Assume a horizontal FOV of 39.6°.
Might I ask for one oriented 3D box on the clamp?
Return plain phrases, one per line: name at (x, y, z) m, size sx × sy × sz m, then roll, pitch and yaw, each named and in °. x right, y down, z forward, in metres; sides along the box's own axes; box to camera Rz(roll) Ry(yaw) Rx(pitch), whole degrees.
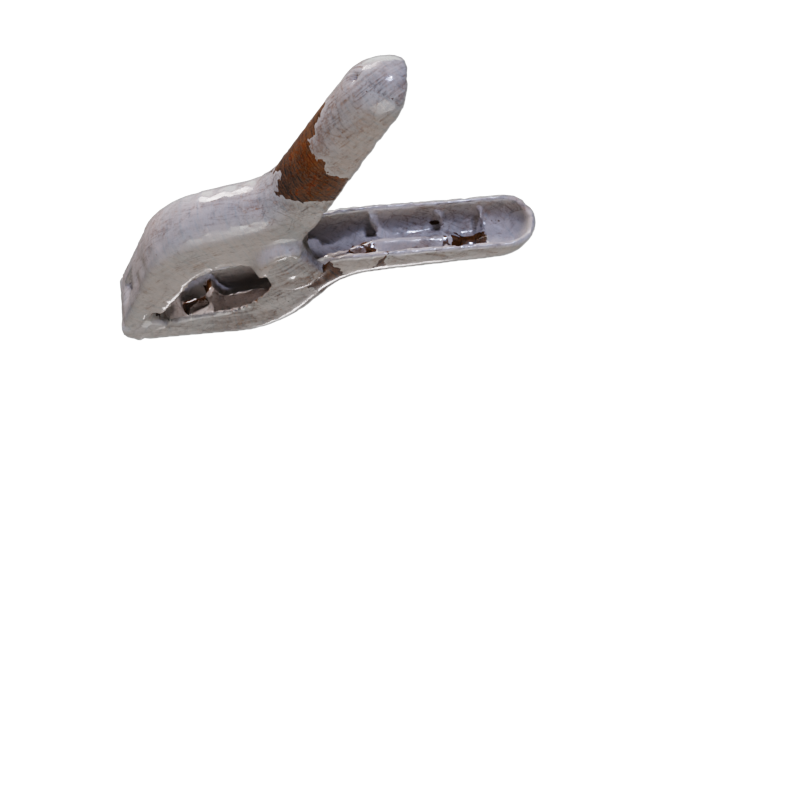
clamp at (-0.035, -0.063, 0.441) m, size 0.172 × 0.042 × 0.112 m, roll -24°, pitch -40°, yaw 32°
